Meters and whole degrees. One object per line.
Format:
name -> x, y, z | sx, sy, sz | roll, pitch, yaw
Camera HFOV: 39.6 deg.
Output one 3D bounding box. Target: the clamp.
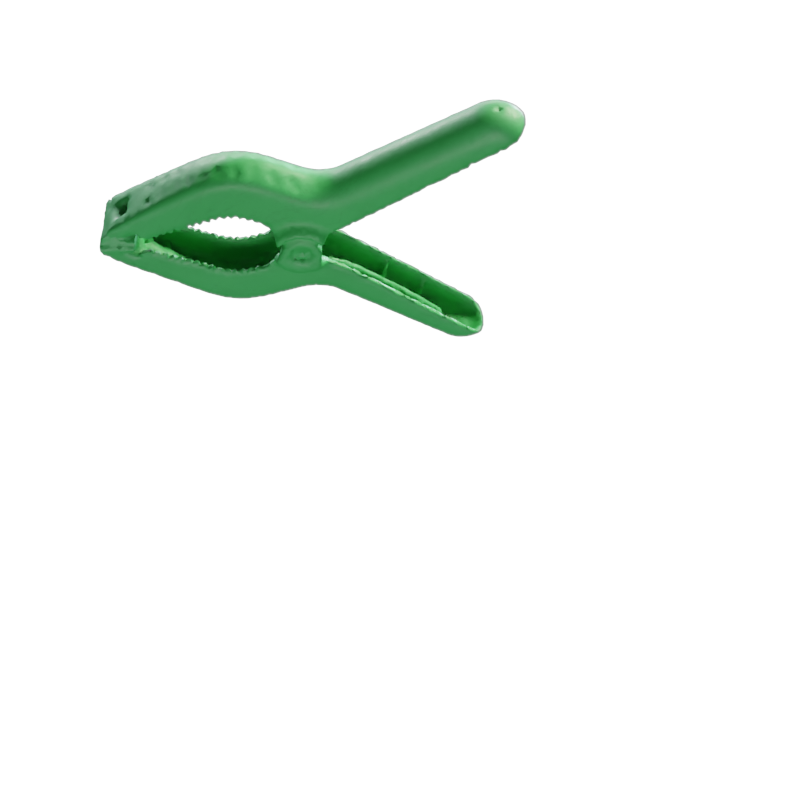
clamp -> -0.044, -0.081, 0.568 | 0.211, 0.039, 0.153 | -3, -37, 4
